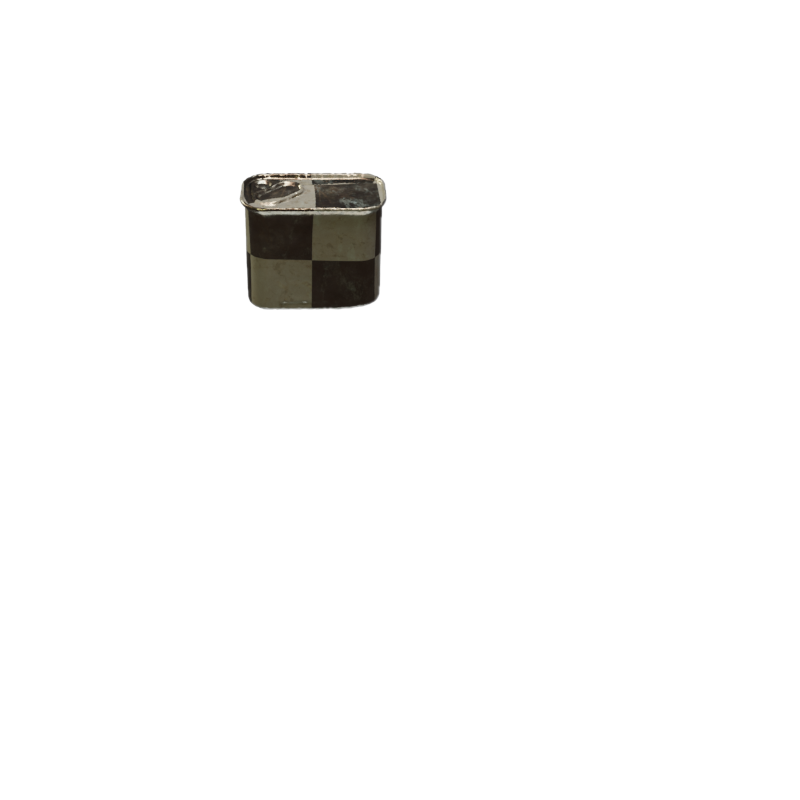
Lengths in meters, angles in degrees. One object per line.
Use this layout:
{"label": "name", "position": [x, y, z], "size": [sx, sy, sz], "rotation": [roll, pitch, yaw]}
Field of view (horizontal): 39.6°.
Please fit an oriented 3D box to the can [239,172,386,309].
{"label": "can", "position": [-0.062, -0.114, 0.796], "size": [0.102, 0.079, 0.061], "rotation": [0, 32, -1]}
